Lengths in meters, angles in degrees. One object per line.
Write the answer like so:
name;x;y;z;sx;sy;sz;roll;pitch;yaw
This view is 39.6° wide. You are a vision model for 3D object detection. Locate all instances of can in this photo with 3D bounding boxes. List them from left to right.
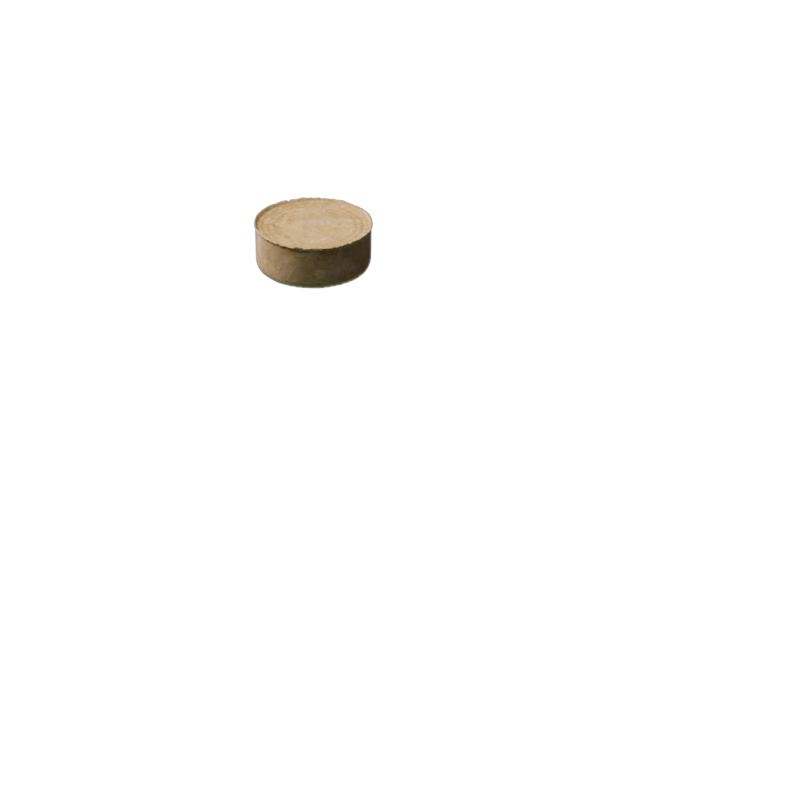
can;-0.063;-0.115;0.805;0.086;0.032;0.091;-1;32;-2
